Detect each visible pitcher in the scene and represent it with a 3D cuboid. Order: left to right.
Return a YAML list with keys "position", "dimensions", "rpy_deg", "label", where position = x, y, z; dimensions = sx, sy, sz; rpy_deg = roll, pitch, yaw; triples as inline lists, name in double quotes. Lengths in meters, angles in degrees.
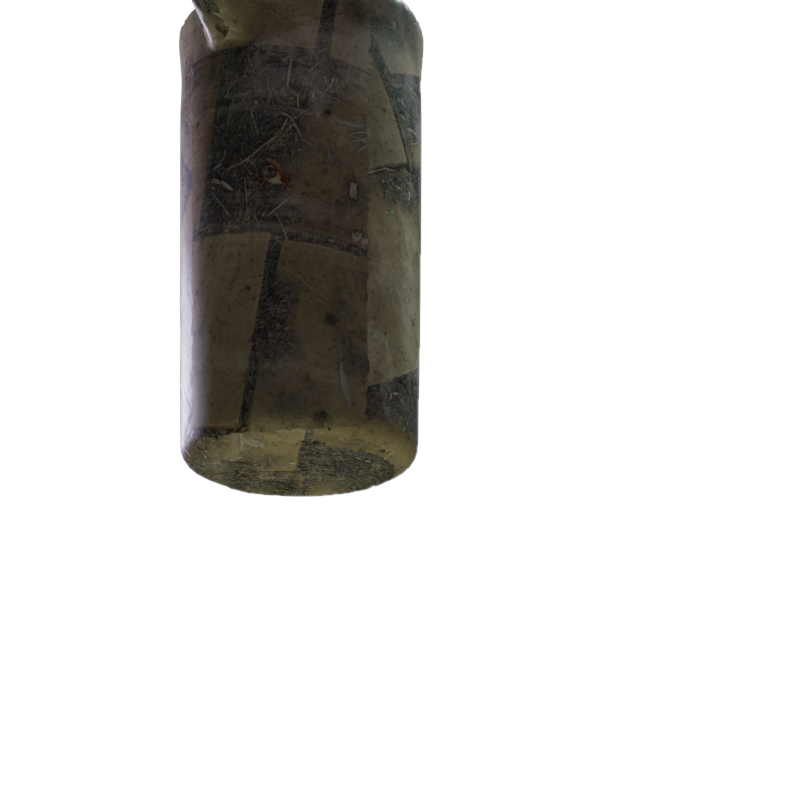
- position: [-0.044, -0.080, 0.561]
  dimensions: [0.146, 0.257, 0.140]
  rpy_deg: [5, -25, -14]
  label: "pitcher"
